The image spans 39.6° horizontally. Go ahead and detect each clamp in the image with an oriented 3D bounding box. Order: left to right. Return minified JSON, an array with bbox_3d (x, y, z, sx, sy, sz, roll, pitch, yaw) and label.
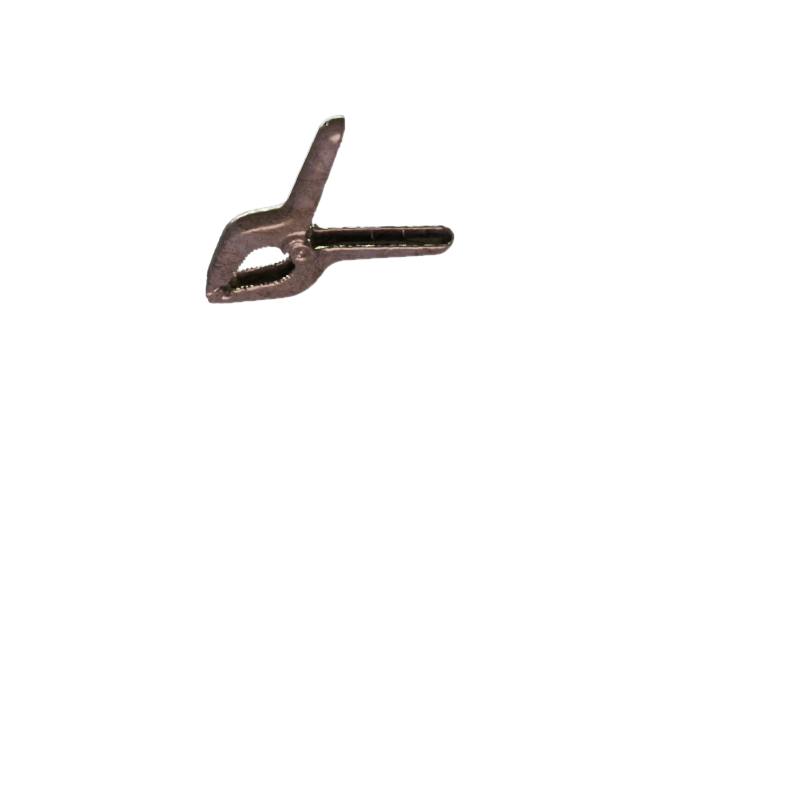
[{"bbox_3d":[-0.072,-0.131,0.918,0.209,0.039,0.154,-32,-51,30],"label":"clamp"}]
